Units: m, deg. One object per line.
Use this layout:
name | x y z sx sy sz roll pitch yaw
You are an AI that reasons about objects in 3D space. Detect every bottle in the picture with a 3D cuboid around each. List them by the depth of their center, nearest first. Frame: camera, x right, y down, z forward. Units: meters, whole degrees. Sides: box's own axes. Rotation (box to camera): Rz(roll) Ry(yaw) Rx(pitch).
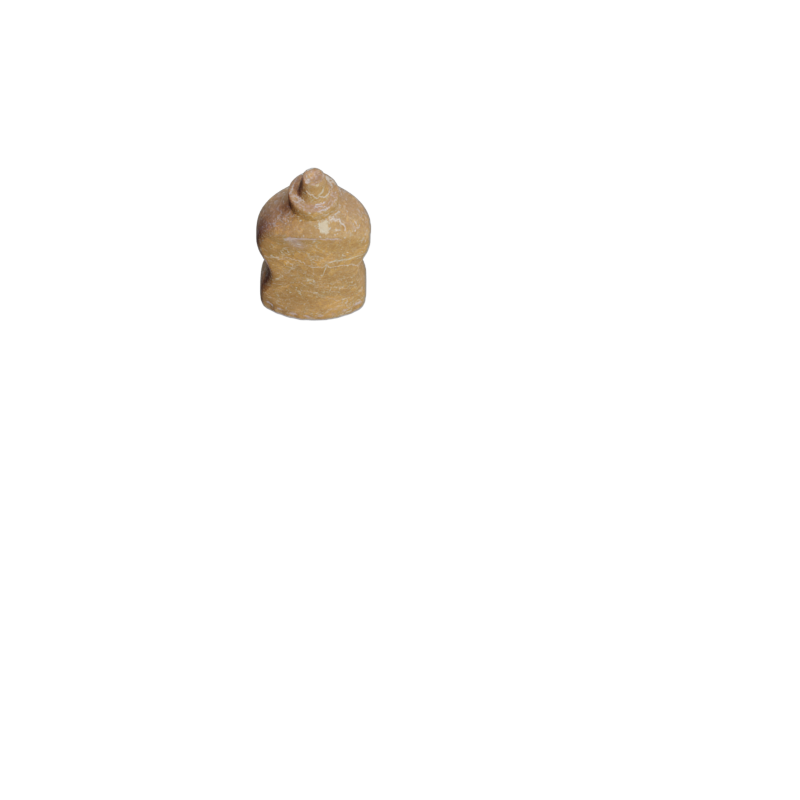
bottle | -0.074 -0.135 0.940 0.096 0.062 0.181 3 -25 -2
